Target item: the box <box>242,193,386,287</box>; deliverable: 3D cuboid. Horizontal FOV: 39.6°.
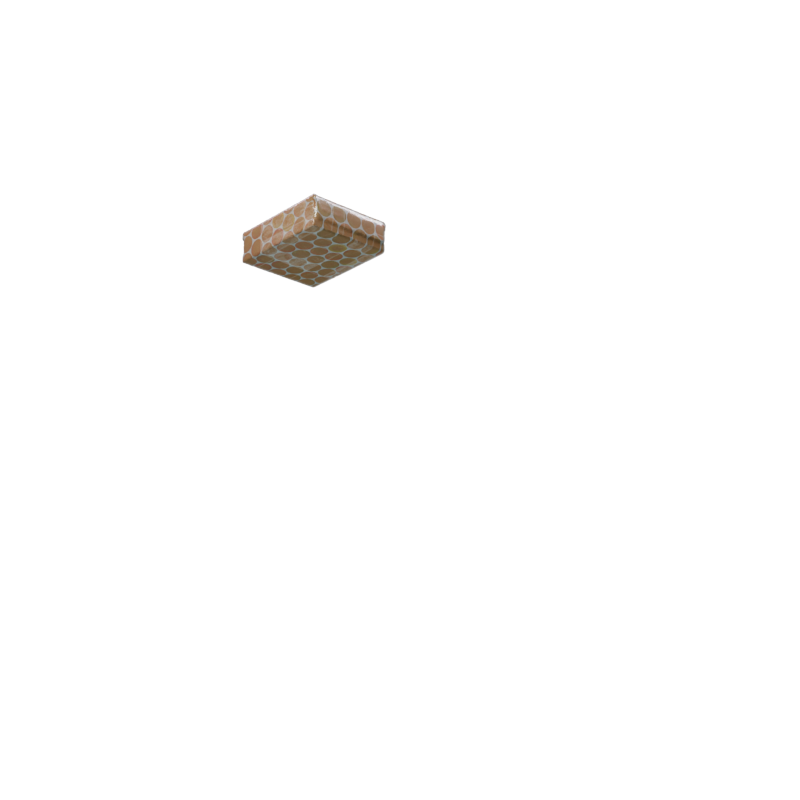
[{"bbox_3d":[-0.067,-0.122,0.855,0.069,0.032,0.090,17,-27,-39],"label":"box"}]
